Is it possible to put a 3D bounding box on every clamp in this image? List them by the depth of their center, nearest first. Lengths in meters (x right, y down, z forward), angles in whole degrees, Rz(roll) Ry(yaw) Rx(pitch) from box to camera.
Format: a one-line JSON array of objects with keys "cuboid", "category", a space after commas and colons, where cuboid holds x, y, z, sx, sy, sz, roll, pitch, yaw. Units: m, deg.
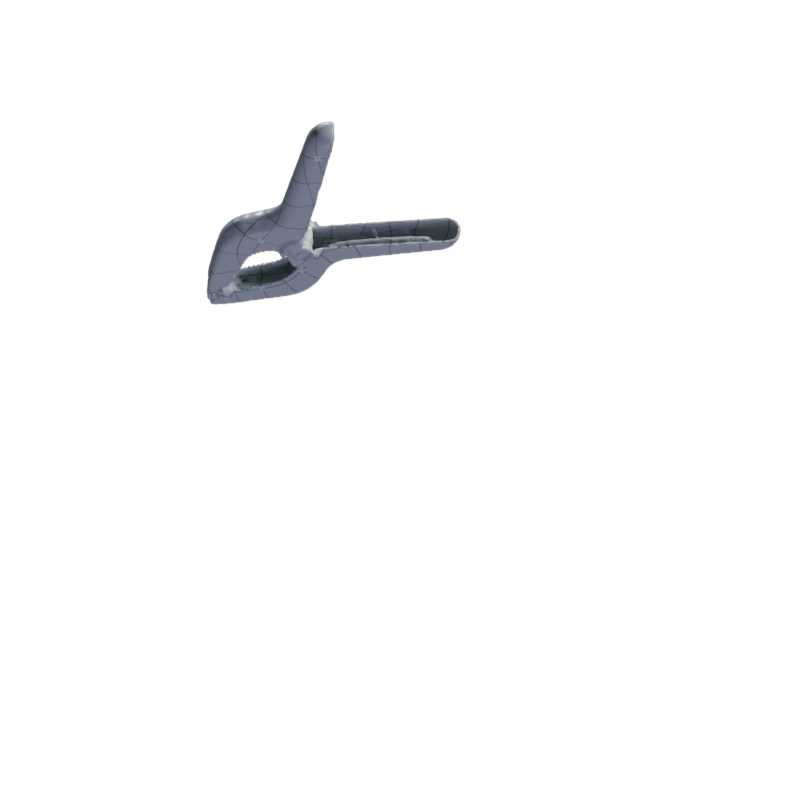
[{"cuboid": [-0.069, -0.126, 0.881, 0.154, 0.039, 0.209, 28, -43, -35], "category": "clamp"}]
